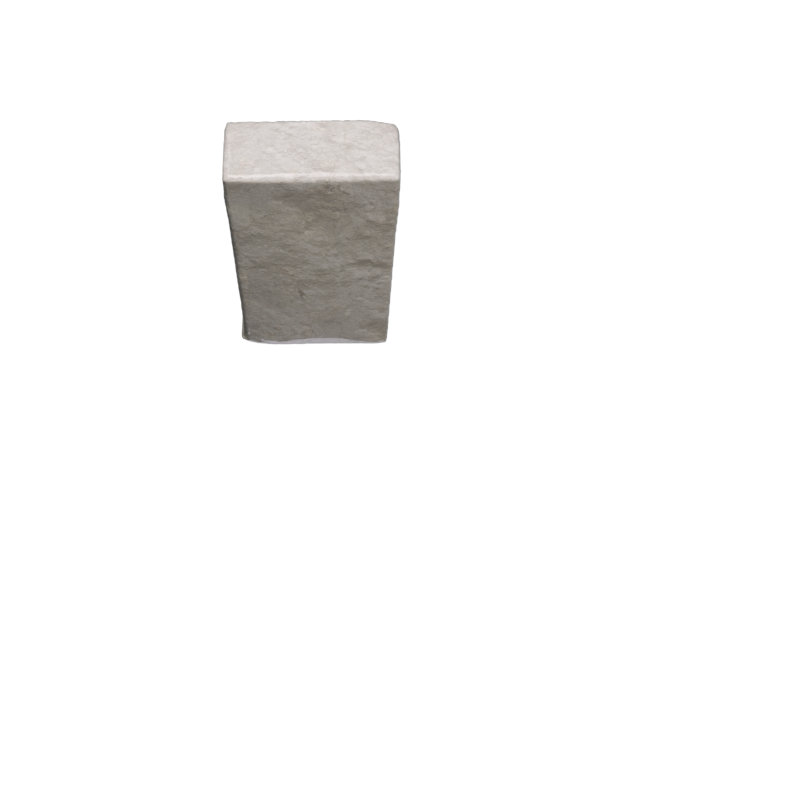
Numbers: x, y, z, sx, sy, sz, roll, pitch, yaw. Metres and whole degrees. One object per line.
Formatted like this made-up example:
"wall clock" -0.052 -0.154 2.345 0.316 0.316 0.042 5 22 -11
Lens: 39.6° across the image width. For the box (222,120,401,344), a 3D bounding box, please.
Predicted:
"box" -0.050 -0.092 0.640 0.093 0.051 0.165 1 -30 -3
